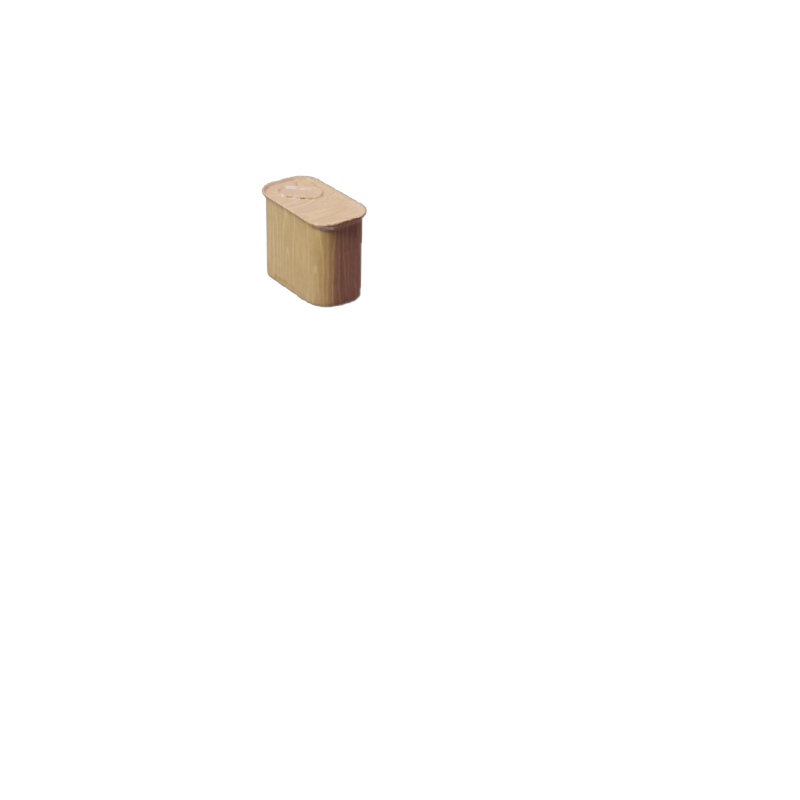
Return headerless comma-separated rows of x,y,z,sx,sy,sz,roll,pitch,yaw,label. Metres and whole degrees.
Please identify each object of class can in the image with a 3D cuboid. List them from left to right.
-0.076,-0.139,0.970,0.057,0.079,0.109,-20,37,-32,can
